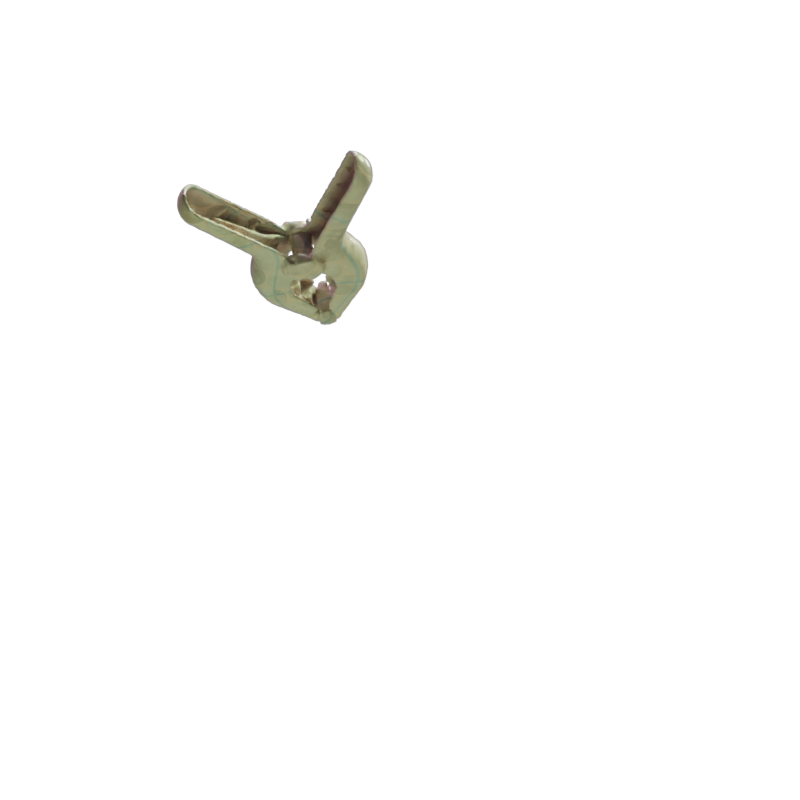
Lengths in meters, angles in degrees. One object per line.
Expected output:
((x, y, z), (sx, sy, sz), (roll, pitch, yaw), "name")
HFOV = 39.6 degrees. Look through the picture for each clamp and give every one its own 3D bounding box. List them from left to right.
((-0.057, -0.103, 0.723), (0.122, 0.041, 0.159), (-8, -24, 18), "clamp")
